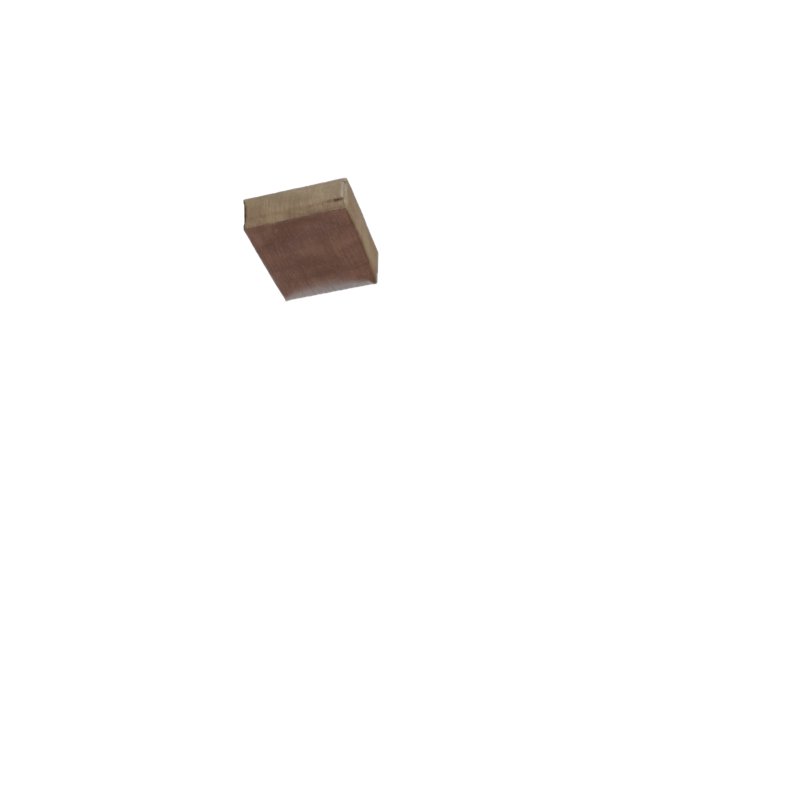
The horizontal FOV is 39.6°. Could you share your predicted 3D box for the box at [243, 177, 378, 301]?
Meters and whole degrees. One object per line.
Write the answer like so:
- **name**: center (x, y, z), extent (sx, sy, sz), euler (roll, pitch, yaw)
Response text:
- **box**: center (-0.074, -0.134, 0.941), extent (0.091, 0.042, 0.105), euler (-9, -35, 12)
